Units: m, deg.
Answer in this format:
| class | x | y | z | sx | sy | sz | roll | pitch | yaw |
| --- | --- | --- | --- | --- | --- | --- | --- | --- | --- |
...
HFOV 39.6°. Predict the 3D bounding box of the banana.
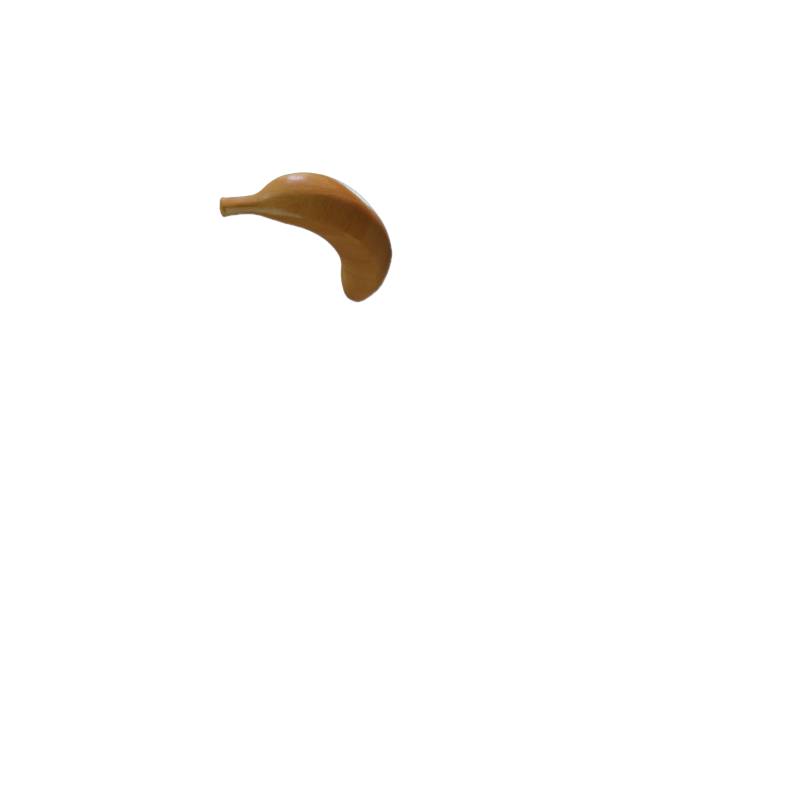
| class | x | y | z | sx | sy | sz | roll | pitch | yaw |
| --- | --- | --- | --- | --- | --- | --- | --- | --- | --- |
| banana | -0.044 | -0.112 | 0.749 | 0.071 | 0.038 | 0.185 | -8 | -18 | 24 |
